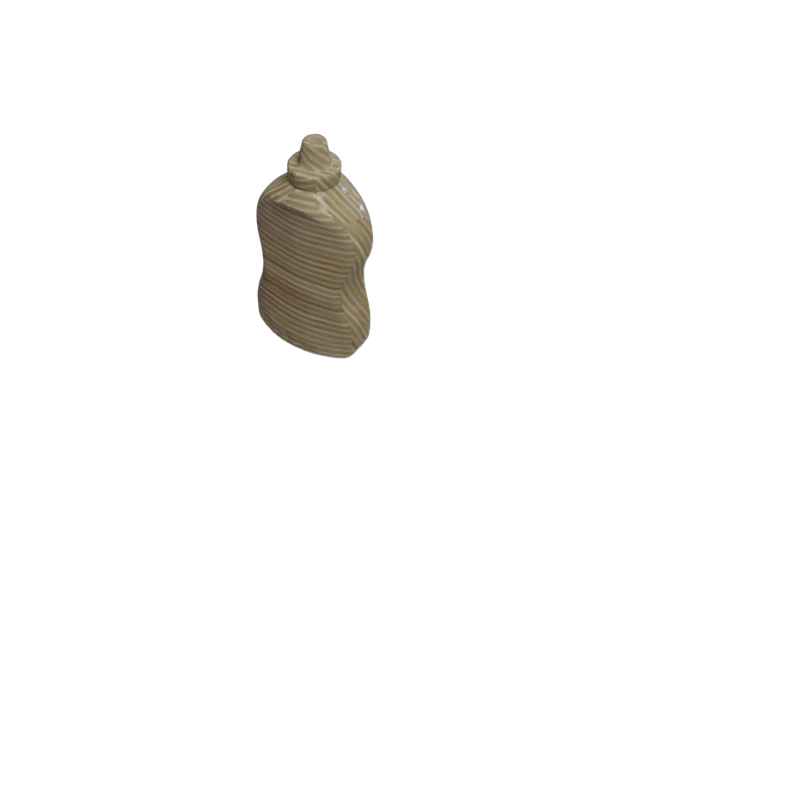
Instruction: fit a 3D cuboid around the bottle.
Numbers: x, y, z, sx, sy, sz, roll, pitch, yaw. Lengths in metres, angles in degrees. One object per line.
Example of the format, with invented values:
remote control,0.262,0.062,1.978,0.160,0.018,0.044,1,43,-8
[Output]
bottle,-0.068,-0.124,0.869,0.101,0.179,0.059,28,48,24
